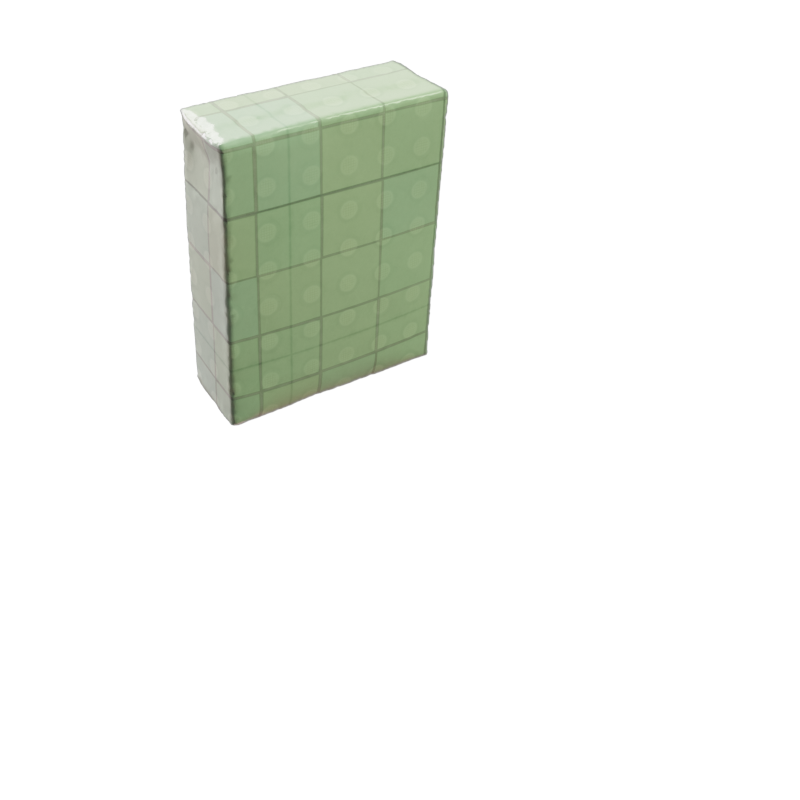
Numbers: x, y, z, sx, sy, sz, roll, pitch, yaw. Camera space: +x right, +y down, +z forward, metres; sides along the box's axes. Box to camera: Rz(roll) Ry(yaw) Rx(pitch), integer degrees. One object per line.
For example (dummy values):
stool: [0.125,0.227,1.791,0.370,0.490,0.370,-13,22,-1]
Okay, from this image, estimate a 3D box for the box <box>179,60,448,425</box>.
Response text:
box: [-0.059,-0.107,0.749,0.162,0.200,0.077,-19,39,-27]
